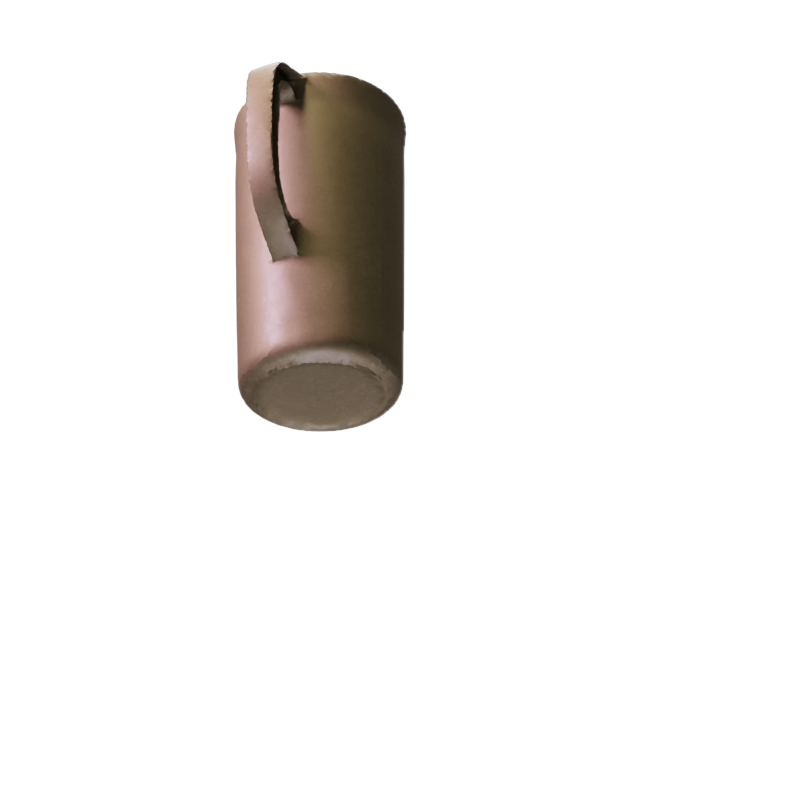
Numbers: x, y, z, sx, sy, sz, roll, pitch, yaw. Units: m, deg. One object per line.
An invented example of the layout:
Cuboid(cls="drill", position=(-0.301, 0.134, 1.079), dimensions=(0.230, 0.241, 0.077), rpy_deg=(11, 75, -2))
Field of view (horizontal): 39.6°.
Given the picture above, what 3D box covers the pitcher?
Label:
Cuboid(cls="pitcher", position=(-0.061, -0.112, 0.782), dimensions=(0.144, 0.260, 0.140), rpy_deg=(13, -38, -21))
